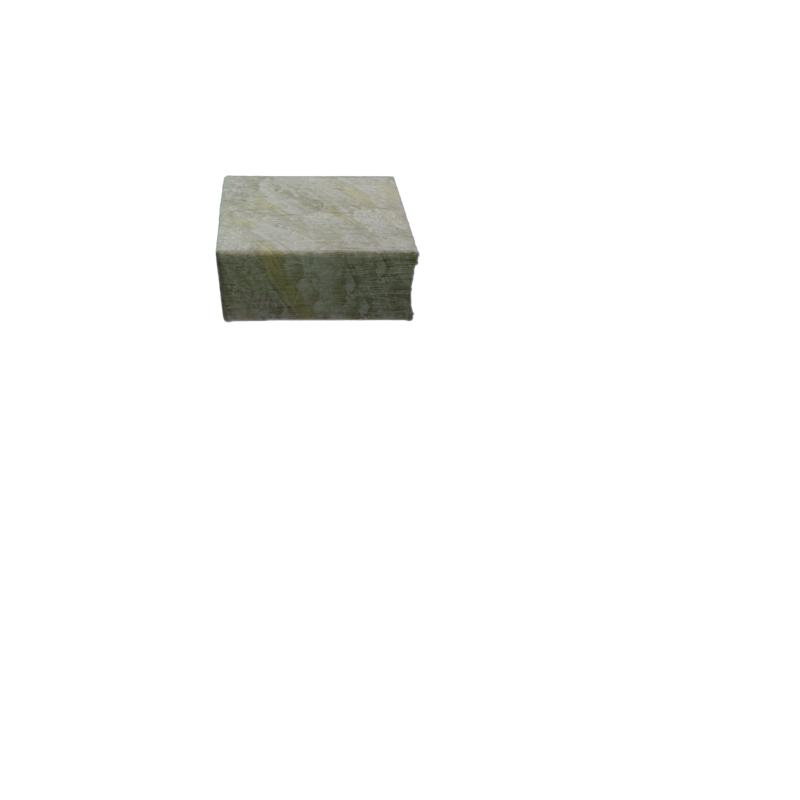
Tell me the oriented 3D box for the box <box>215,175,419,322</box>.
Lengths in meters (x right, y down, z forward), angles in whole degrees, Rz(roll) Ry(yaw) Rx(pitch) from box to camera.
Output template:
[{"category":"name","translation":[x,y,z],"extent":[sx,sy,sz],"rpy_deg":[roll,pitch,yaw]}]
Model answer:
[{"category":"box","translation":[-0.042,-0.077,0.537],"extent":[0.089,0.037,0.121],"rpy_deg":[-2,29,-4]}]
